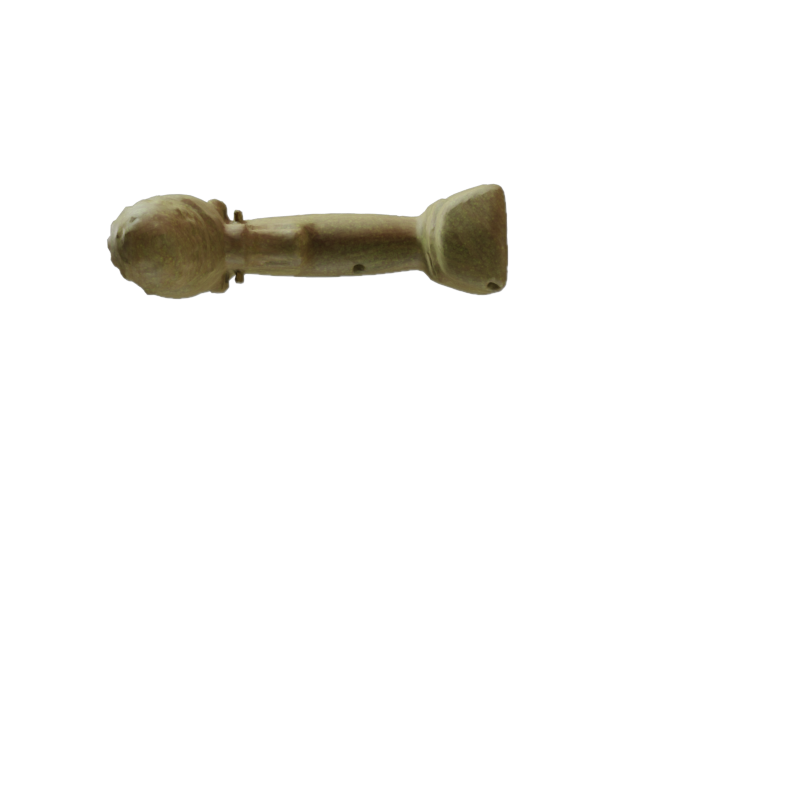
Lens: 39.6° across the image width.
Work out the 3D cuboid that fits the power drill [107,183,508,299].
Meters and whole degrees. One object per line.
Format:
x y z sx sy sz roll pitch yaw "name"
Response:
-0.044 -0.080 0.560 0.188 0.057 0.186 0 8 1 "power drill"
